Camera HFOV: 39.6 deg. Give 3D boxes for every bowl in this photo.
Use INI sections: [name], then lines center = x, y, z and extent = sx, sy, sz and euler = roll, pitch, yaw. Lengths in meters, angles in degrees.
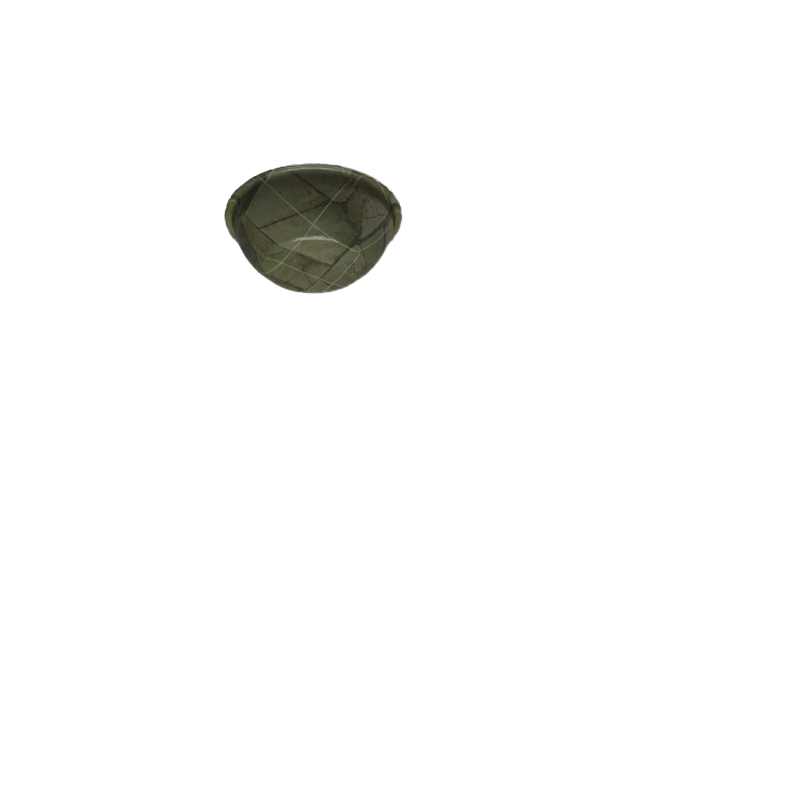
[bowl]
center = -0.078, -0.142, 0.995
extent = 0.162, 0.059, 0.152
euler = 1, -29, -2
